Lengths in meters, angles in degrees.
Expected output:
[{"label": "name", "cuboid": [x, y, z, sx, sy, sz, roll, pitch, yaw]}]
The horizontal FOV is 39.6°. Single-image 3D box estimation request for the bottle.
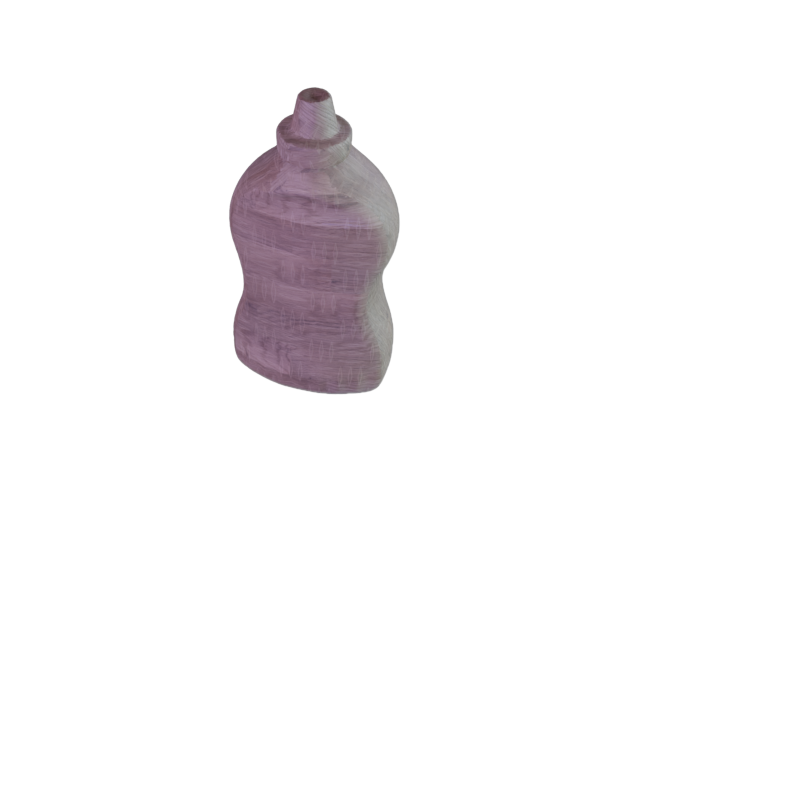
[{"label": "bottle", "cuboid": [-0.050, -0.091, 0.636, 0.098, 0.179, 0.061, 14, 42, 12]}]
